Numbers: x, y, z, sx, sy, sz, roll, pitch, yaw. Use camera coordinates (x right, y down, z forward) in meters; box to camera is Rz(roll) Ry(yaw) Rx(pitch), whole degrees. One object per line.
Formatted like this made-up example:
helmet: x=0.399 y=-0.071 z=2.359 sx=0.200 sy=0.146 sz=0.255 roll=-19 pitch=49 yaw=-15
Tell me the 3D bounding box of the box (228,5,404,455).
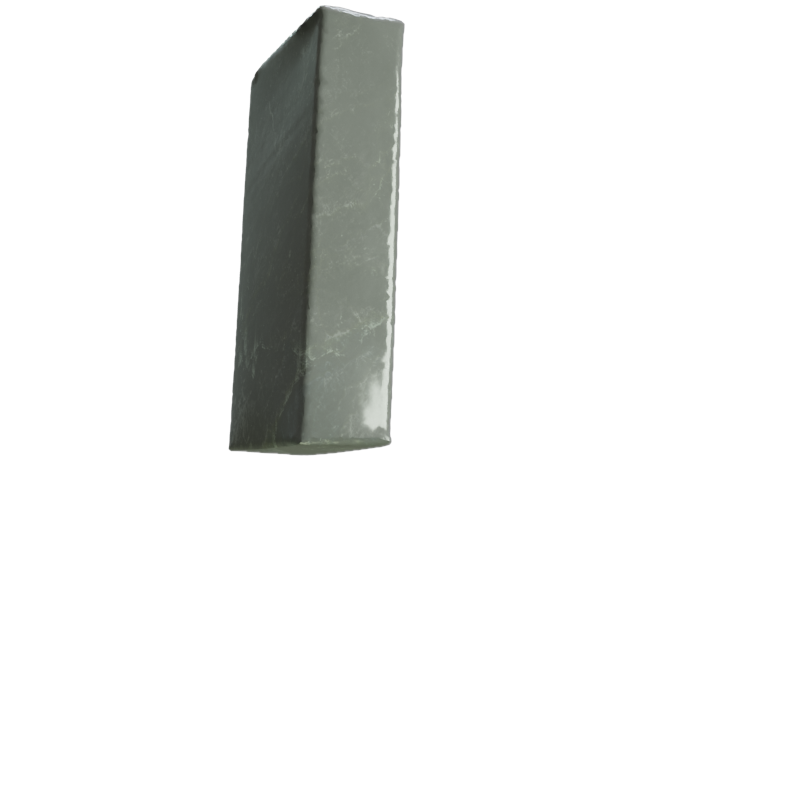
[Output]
box: x=-0.037 y=-0.067 z=0.472 sx=0.046 sy=0.181 sz=0.094 roll=5 pitch=-12 yaw=-25
